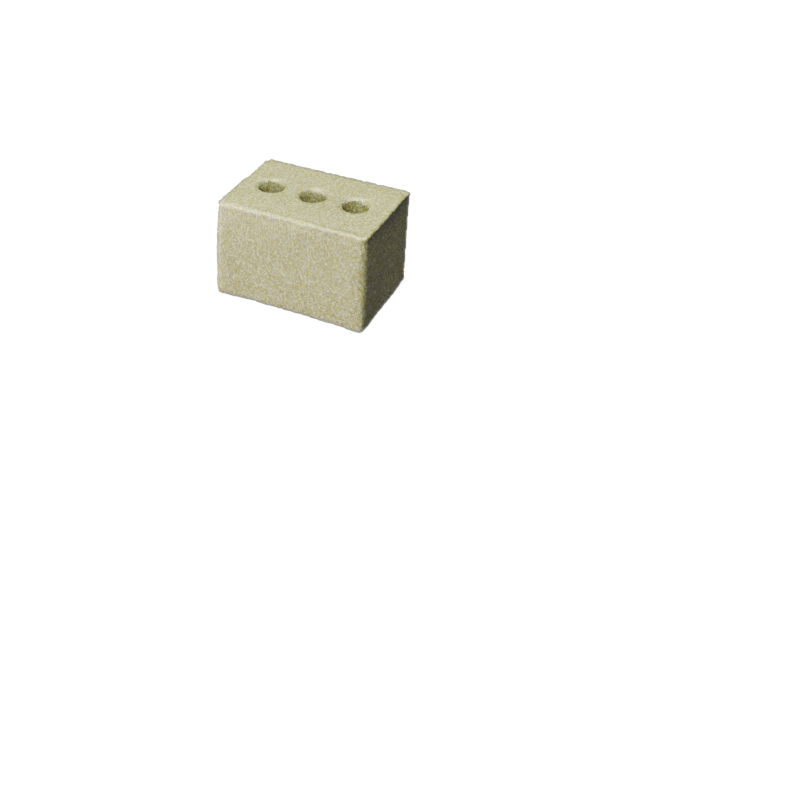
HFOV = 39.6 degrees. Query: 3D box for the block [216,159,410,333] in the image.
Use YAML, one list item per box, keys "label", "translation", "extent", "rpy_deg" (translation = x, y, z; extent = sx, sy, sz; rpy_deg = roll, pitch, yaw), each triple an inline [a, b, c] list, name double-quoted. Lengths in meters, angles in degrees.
- label: "block"
  translation: [-0.041, -0.075, 0.525]
  extent: [0.081, 0.048, 0.054]
  rpy_deg: [16, 38, 20]
